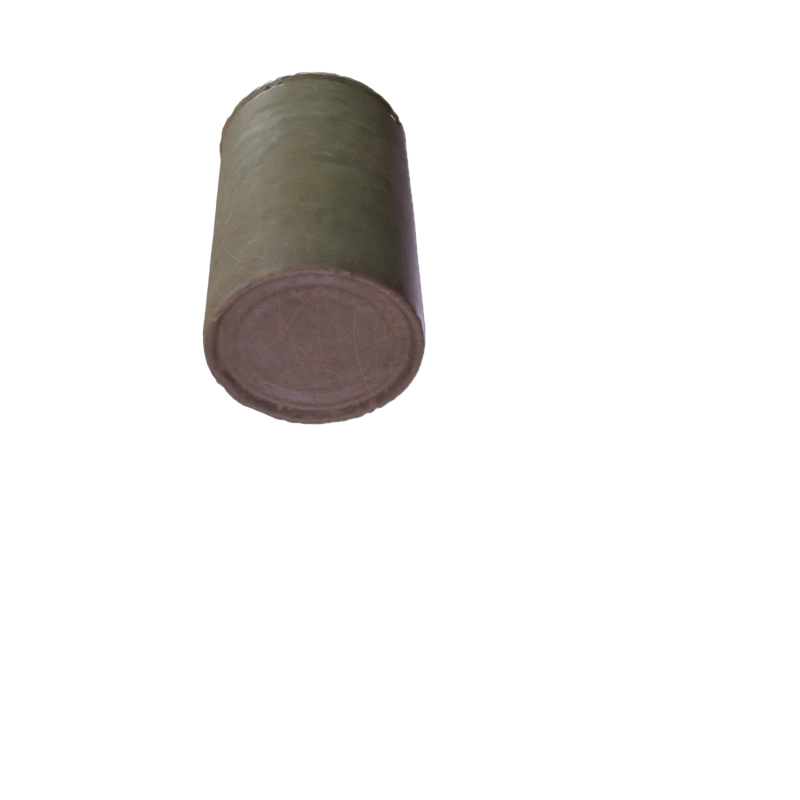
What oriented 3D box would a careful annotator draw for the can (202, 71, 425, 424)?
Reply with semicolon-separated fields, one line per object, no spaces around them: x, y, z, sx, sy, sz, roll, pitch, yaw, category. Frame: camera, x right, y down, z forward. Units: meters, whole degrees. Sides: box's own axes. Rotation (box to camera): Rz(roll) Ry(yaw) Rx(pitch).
-0.028;-0.052;0.363;0.068;0.064;0.110;-1;44;-3;can
